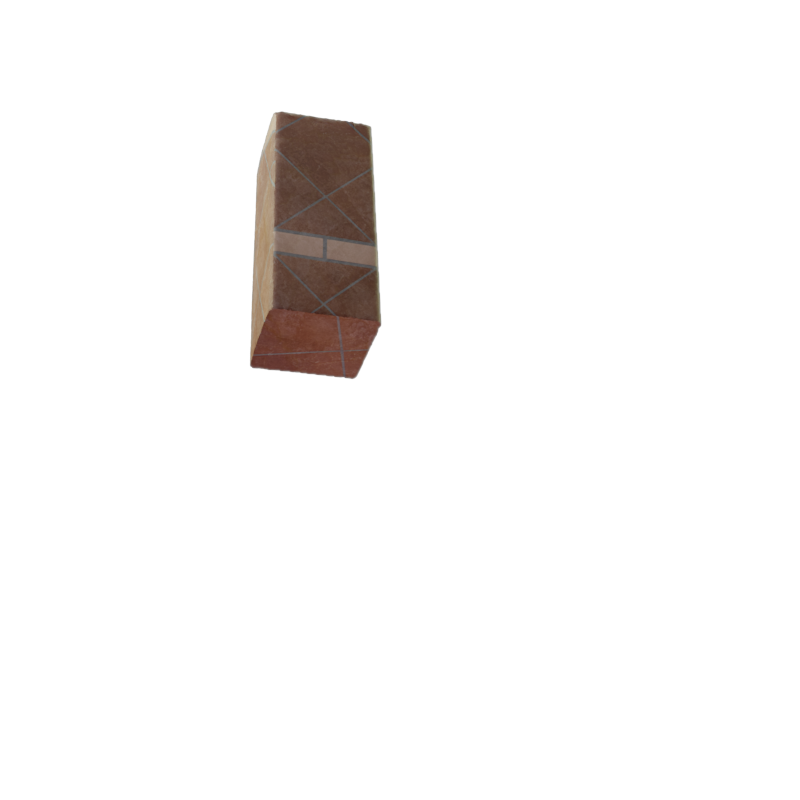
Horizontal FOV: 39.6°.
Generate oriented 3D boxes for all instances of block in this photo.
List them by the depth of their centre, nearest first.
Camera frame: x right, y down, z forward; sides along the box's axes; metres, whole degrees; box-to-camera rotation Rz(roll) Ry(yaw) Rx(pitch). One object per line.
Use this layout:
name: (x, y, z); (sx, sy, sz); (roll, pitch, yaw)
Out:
block: (-0.073, -0.134, 0.932); (0.089, 0.221, 0.086); (6, -36, -13)
